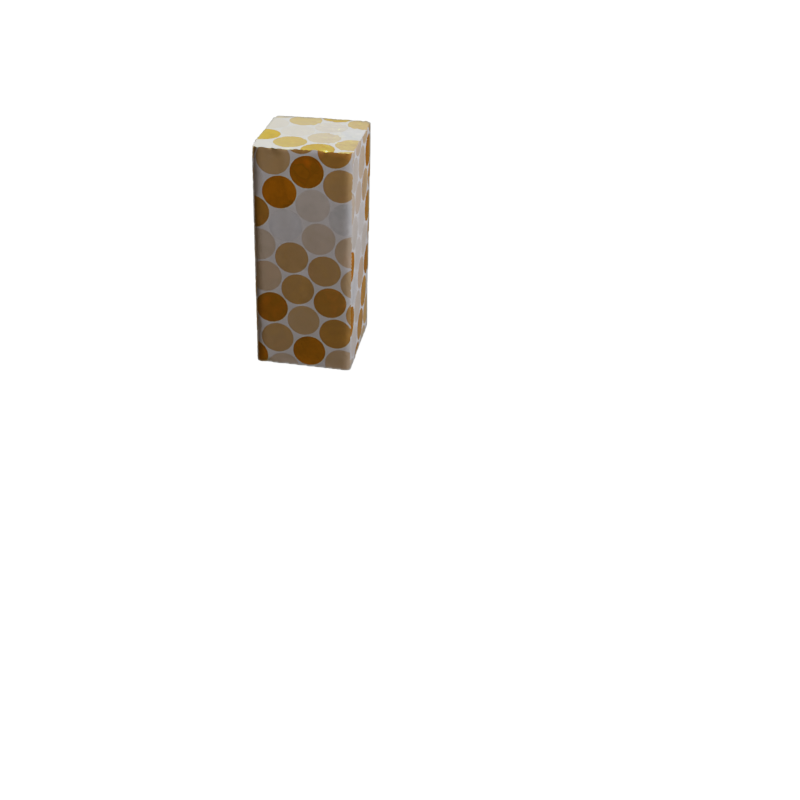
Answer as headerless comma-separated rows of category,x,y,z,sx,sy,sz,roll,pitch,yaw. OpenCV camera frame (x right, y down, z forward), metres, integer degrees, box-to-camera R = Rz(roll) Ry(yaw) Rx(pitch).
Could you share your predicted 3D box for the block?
block,-0.079,-0.143,0.998,0.091,0.195,0.094,6,27,8
